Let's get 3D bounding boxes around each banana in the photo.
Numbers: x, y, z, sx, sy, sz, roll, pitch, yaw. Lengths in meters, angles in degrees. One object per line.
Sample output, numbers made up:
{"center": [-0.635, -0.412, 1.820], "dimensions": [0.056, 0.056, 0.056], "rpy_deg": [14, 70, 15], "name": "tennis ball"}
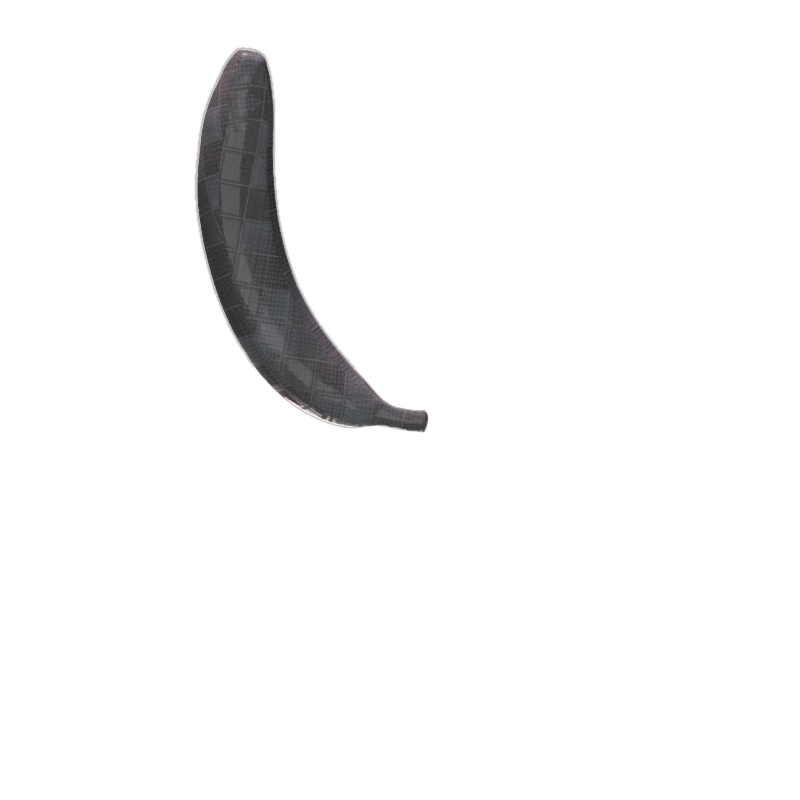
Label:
{"center": [-0.056, -0.064, 0.524], "dimensions": [0.070, 0.193, 0.038], "rpy_deg": [-24, 10, 4], "name": "banana"}
